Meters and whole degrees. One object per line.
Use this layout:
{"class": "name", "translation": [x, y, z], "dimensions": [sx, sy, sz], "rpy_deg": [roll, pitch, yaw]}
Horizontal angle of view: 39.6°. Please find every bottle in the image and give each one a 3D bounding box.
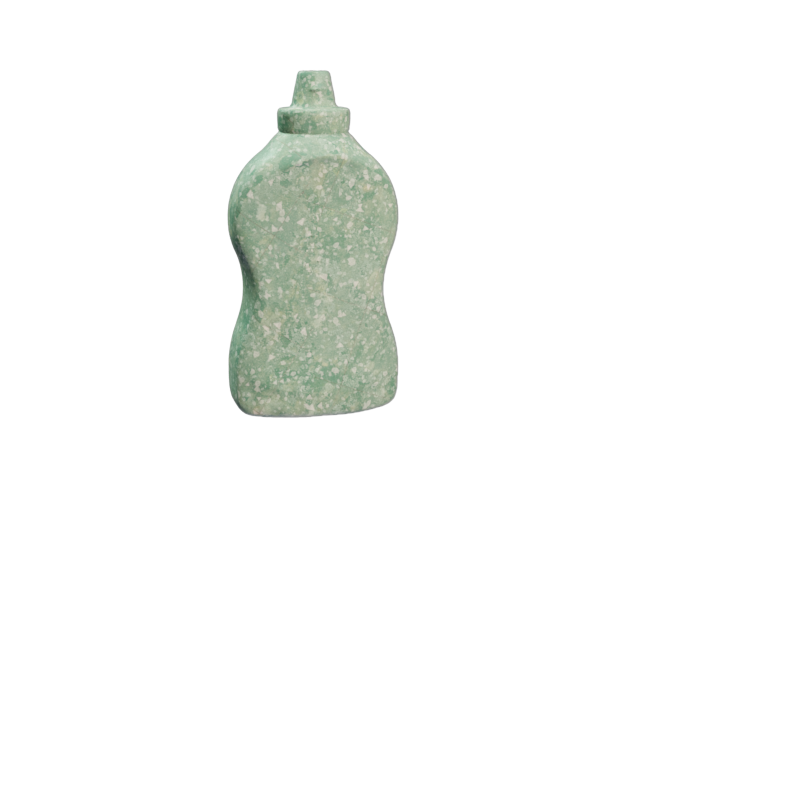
{"class": "bottle", "translation": [-0.049, -0.090, 0.628], "dimensions": [0.094, 0.187, 0.061], "rpy_deg": [-2, 11, -14]}
